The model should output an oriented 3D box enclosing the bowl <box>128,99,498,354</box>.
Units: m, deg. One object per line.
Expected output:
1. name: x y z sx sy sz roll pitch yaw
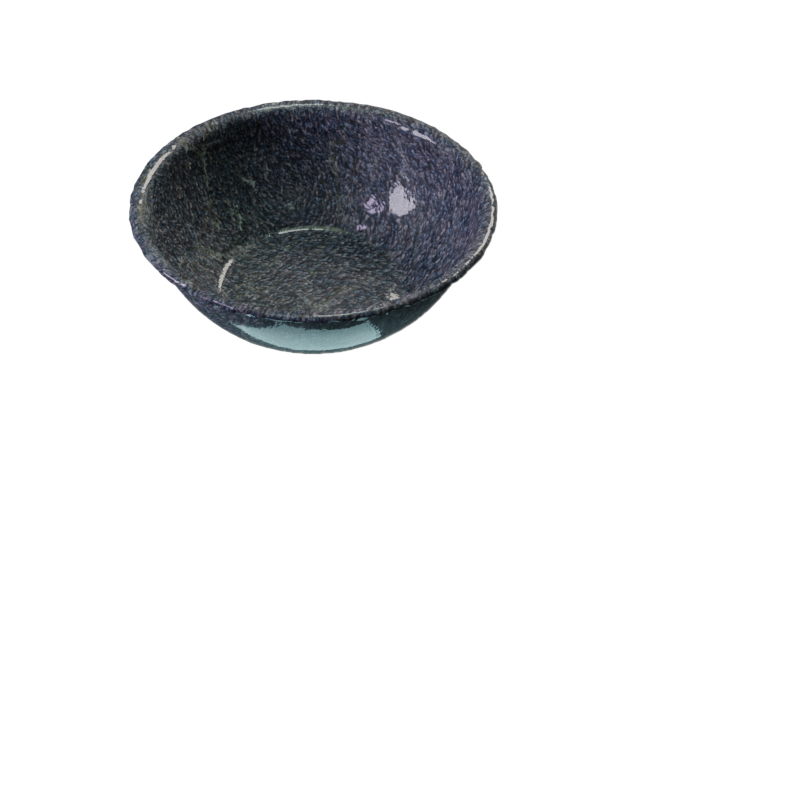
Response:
1. bowl: -0.039 -0.072 0.504 0.162 0.051 0.174 -1 43 -1
